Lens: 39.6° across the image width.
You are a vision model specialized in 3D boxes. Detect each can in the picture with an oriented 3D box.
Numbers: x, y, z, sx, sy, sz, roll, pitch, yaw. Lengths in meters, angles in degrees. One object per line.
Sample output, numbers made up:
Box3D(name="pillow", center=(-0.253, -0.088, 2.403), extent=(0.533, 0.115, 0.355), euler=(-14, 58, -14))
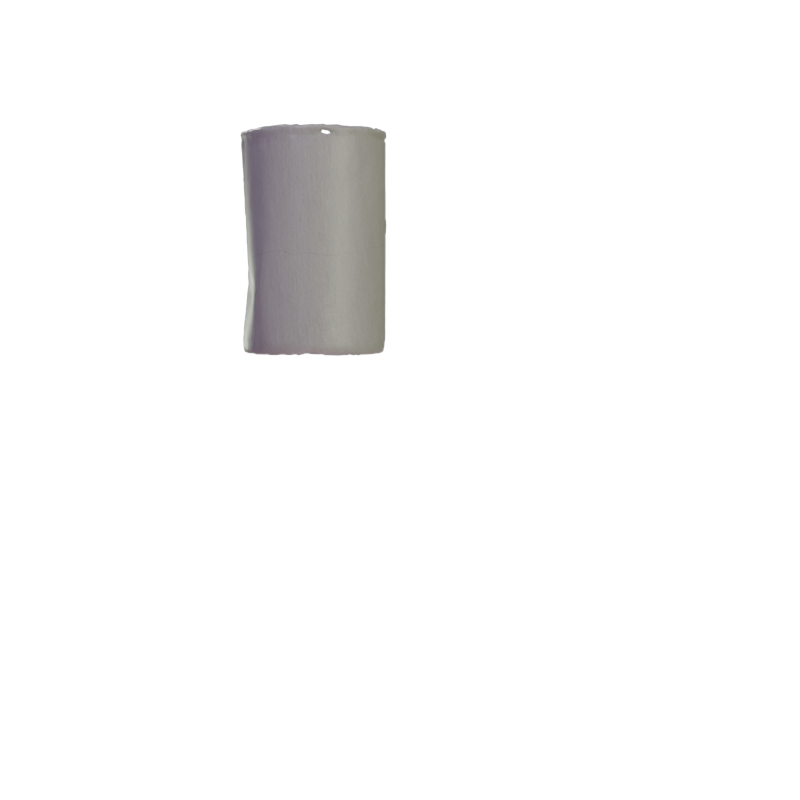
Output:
Box3D(name="can", center=(-0.040, -0.074, 0.516), extent=(0.068, 0.102, 0.069), euler=(0, 1, -2))
